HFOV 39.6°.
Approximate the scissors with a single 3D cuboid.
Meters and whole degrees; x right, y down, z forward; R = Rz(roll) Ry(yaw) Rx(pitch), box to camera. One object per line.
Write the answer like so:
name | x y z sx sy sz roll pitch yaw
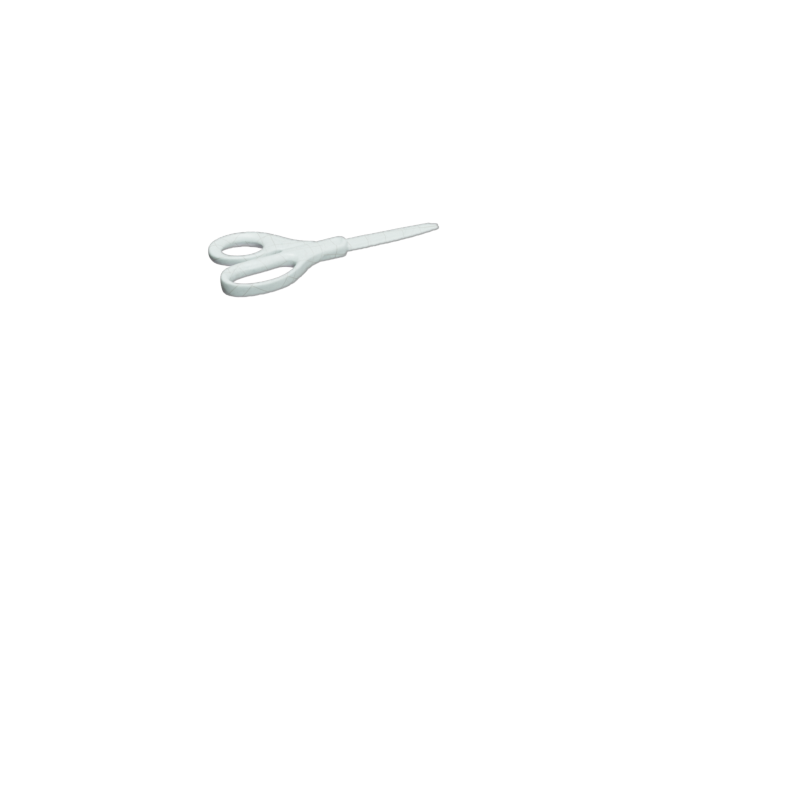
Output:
scissors | -0.072 -0.132 0.923 0.200 0.015 0.103 -27 42 -34
